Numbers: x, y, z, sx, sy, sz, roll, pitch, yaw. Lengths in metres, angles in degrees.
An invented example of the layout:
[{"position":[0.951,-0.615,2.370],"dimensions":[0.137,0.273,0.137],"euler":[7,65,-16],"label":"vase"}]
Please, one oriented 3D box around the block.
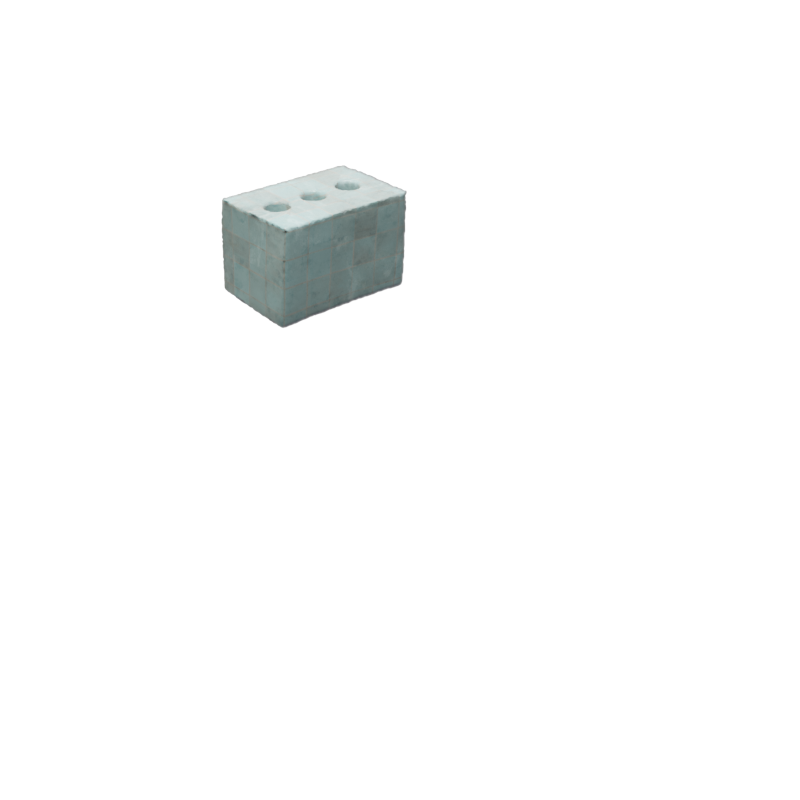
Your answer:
[{"position":[-0.043,-0.078,0.549],"dimensions":[0.077,0.048,0.056],"euler":[-23,37,-36],"label":"block"}]
